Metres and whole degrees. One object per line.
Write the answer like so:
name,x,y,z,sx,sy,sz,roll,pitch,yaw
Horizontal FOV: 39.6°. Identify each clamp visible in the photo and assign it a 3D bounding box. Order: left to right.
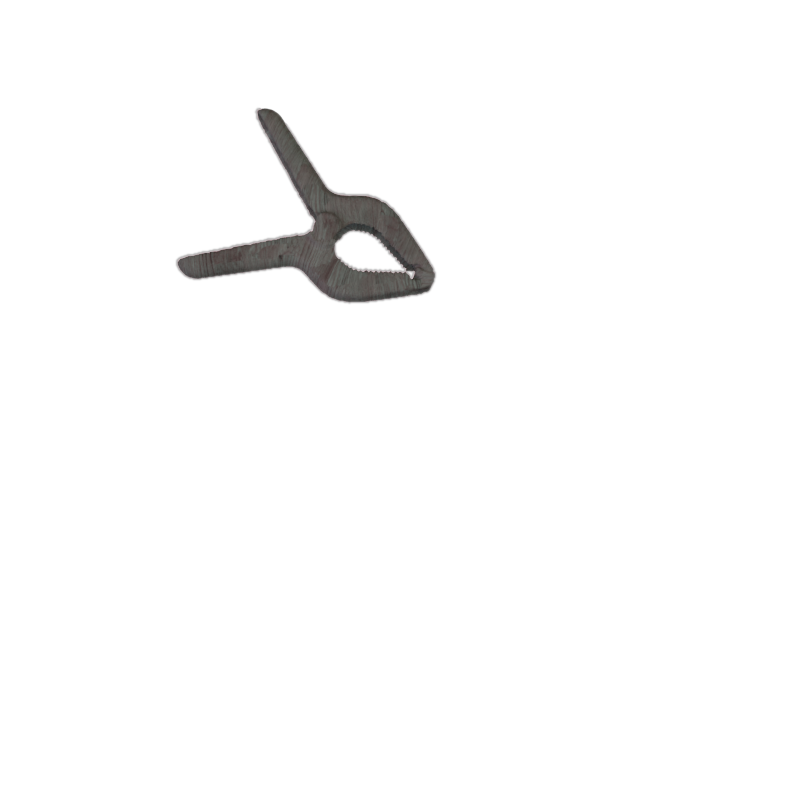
clamp,-0.074,-0.134,0.940,0.214,0.167,0.035,31,-13,8
